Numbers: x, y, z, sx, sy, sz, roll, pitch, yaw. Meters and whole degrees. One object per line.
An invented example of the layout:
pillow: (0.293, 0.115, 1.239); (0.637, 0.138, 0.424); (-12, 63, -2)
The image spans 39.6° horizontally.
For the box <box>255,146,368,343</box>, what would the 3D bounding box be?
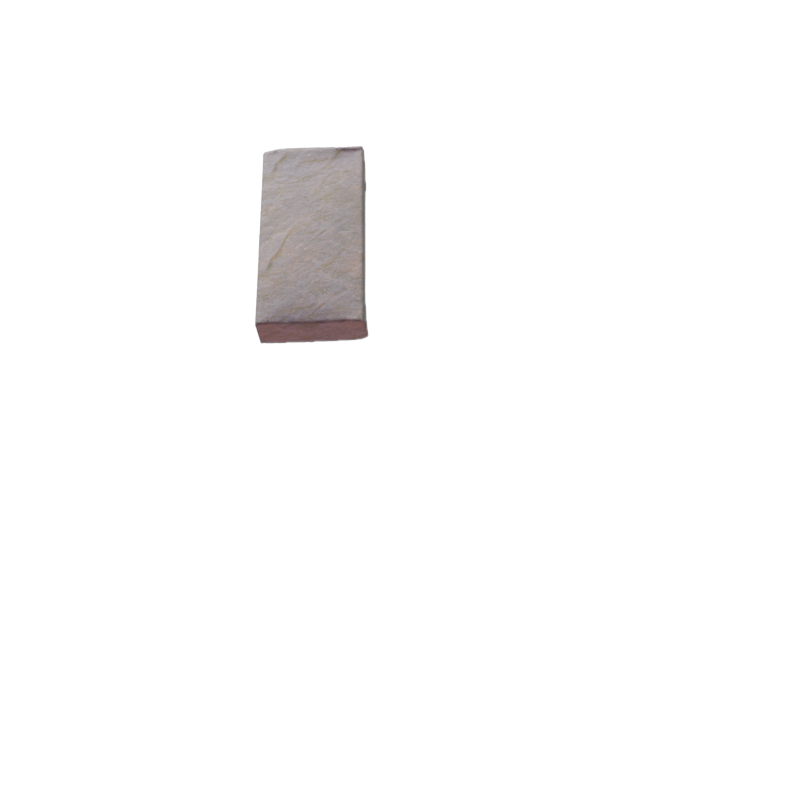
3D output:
box: (-0.076, -0.138, 0.964); (0.094, 0.187, 0.045); (-3, -26, 3)
